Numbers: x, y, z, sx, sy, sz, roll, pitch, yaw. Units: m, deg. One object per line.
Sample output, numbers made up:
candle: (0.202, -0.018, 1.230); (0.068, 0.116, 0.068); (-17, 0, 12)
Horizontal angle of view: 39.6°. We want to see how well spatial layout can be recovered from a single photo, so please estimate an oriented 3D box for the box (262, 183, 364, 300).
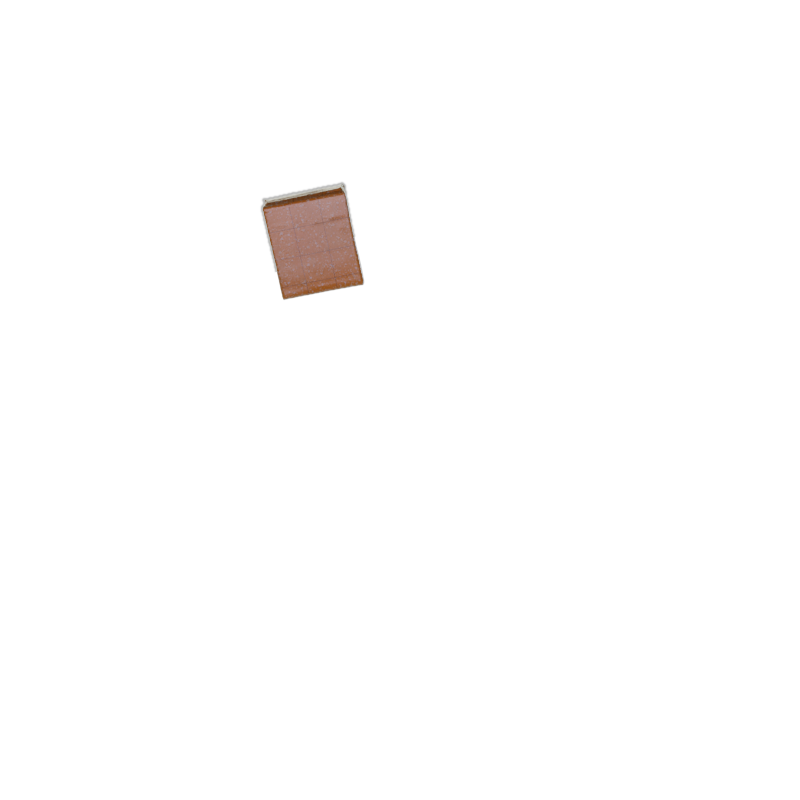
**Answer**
box: (-0.076, -0.138, 0.966); (0.073, 0.085, 0.031); (-11, 19, 3)
